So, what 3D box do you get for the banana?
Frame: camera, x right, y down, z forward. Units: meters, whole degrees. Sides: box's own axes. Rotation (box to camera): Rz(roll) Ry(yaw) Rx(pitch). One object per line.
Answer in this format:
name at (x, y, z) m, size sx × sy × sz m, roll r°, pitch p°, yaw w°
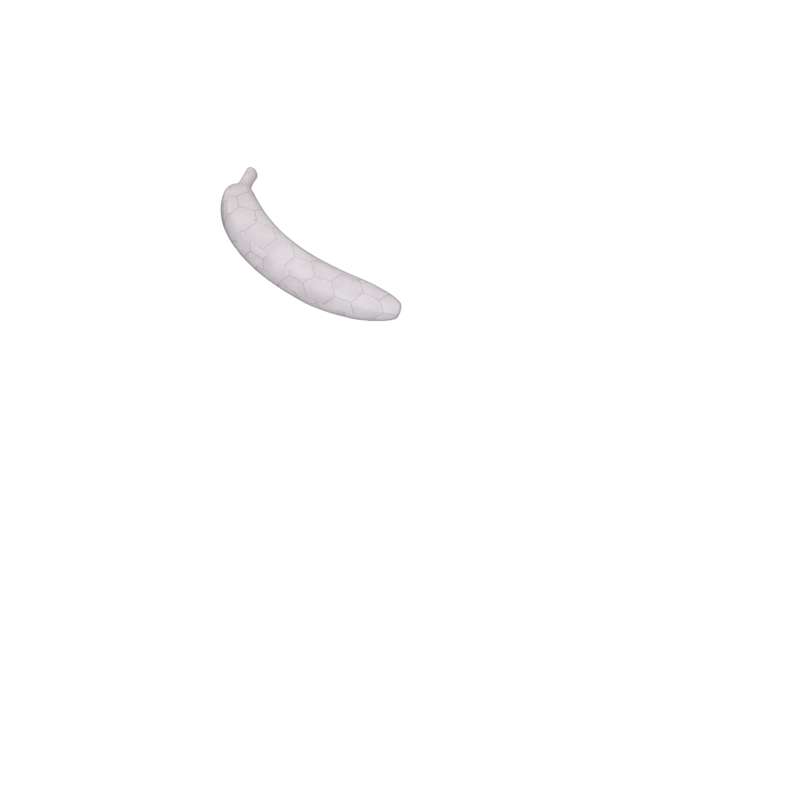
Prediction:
banana at (-0.087, -0.121, 0.895) m, size 0.070 × 0.210 × 0.034 m, roll -34°, pitch -27°, yaw -21°
